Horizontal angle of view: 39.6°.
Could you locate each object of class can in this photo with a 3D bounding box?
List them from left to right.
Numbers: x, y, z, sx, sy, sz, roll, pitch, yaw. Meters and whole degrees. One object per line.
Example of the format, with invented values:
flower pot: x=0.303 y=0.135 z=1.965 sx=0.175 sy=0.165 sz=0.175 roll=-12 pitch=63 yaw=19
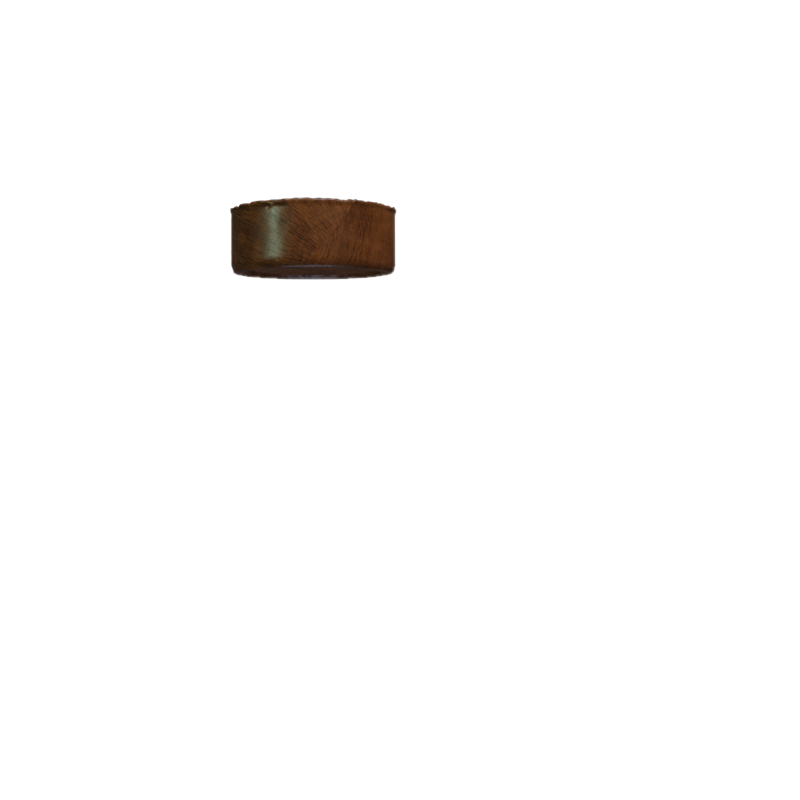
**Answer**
can: x=-0.045 y=-0.082 z=0.571 sx=0.086 sy=0.034 sz=0.085 roll=0 pitch=1 yaw=-2
